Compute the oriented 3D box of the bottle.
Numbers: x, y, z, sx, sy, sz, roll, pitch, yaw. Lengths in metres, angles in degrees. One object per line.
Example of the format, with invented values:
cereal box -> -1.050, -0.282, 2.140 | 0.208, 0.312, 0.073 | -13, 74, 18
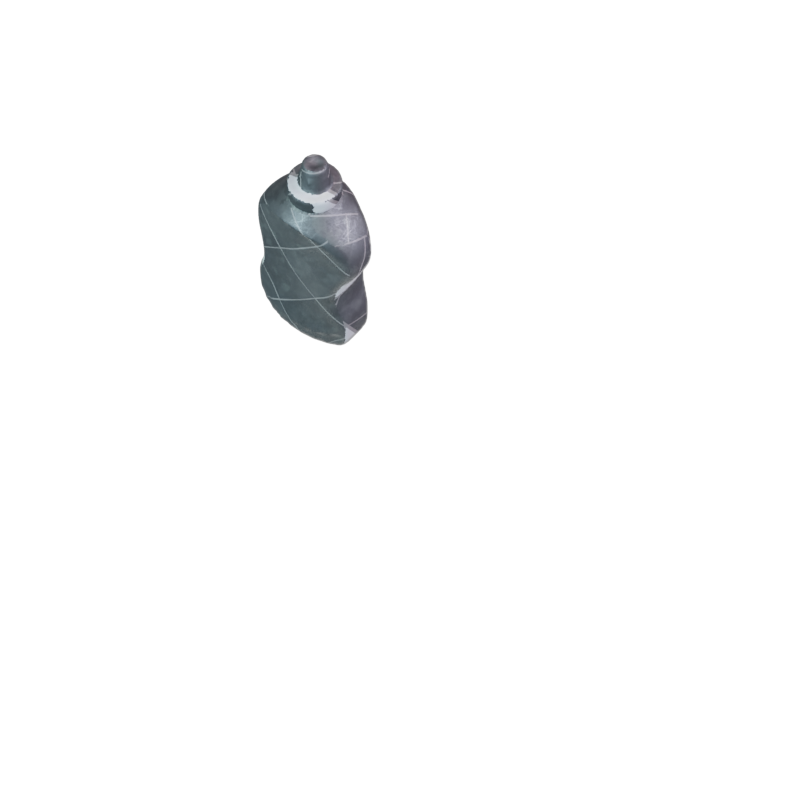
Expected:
bottle -> -0.067, -0.123, 0.860 | 0.101, 0.059, 0.180 | 40, -25, 18
